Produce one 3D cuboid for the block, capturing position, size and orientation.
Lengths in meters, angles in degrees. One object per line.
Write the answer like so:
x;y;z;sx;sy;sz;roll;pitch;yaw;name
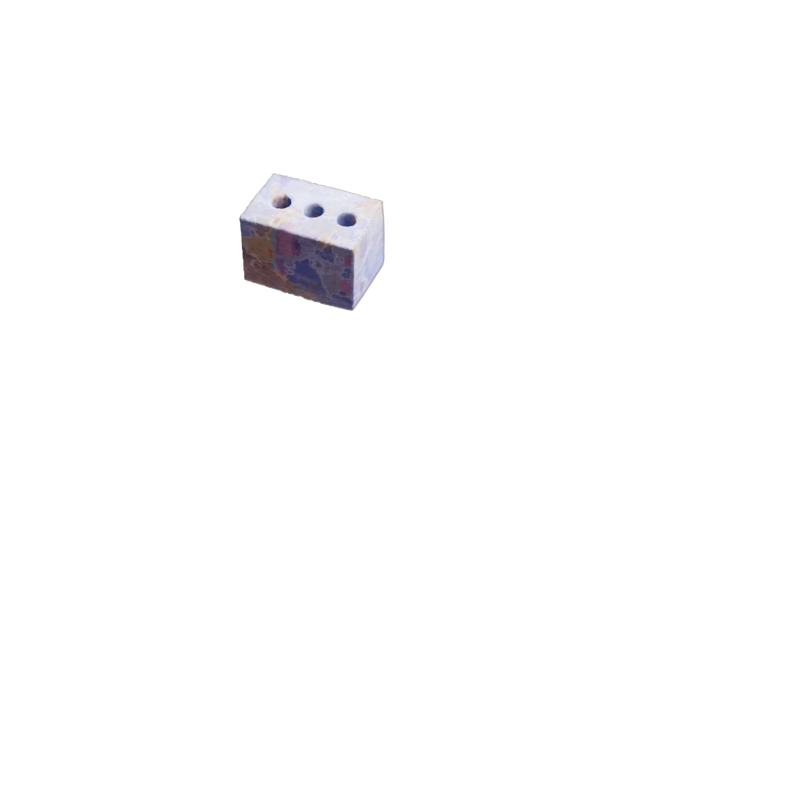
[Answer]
-0.054;-0.099;0.692;0.080;0.048;0.055;16;45;16;block
